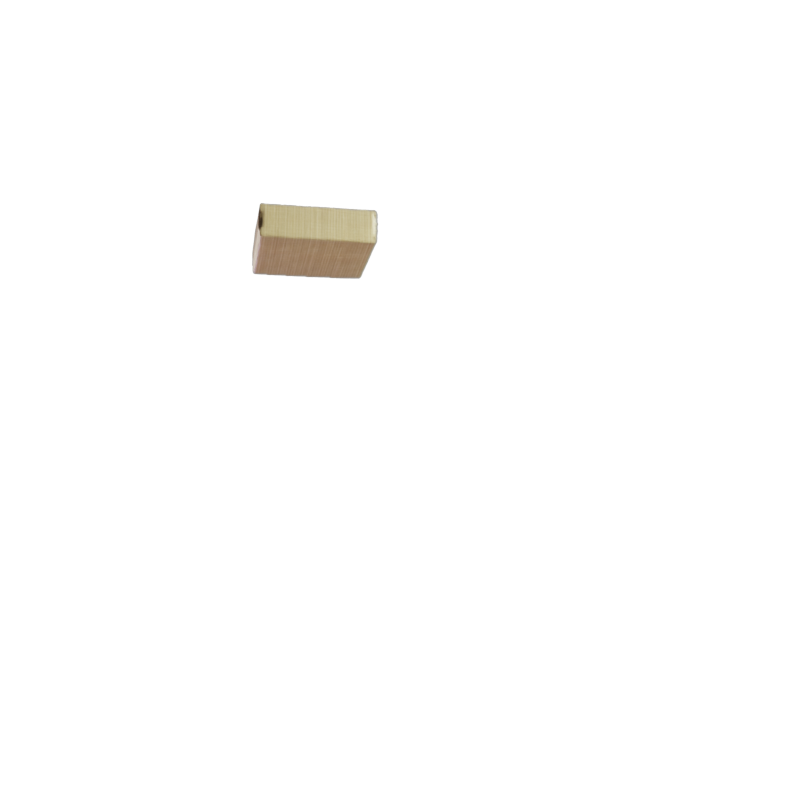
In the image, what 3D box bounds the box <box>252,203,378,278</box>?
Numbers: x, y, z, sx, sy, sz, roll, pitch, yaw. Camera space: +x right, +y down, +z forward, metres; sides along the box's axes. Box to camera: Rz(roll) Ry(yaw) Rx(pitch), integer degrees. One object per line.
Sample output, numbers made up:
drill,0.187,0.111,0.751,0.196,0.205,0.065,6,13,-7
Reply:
box,-0.066,-0.120,0.843,0.088,0.032,0.070,2,-18,-8
